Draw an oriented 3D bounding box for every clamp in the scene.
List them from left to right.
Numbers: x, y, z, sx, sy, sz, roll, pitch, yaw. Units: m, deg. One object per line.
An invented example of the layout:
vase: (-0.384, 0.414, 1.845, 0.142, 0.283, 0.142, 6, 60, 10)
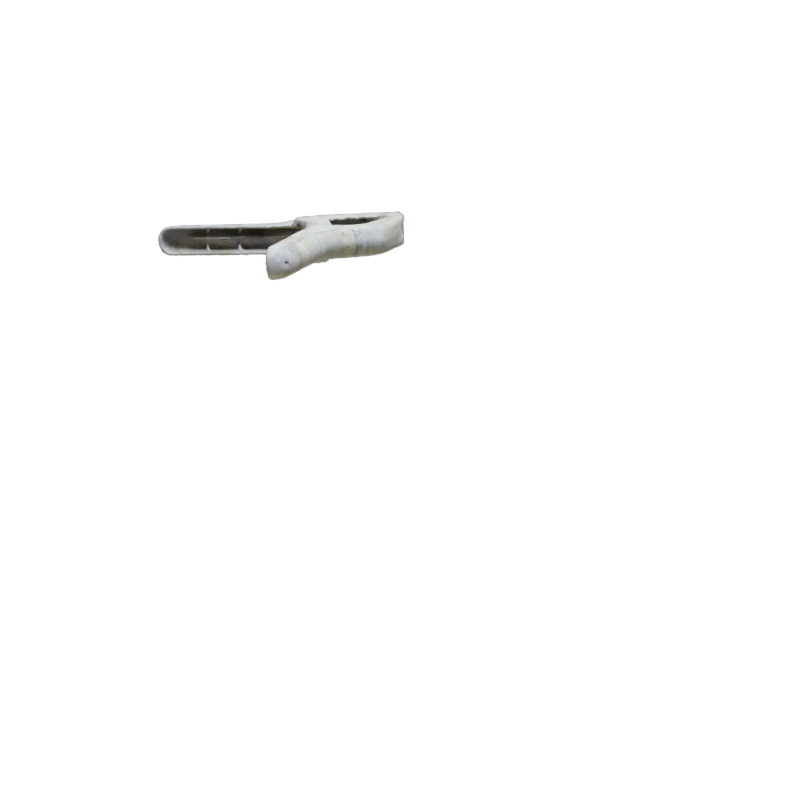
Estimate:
clamp: (-0.071, -0.130, 0.909, 0.205, 0.035, 0.174, -11, 20, -32)
